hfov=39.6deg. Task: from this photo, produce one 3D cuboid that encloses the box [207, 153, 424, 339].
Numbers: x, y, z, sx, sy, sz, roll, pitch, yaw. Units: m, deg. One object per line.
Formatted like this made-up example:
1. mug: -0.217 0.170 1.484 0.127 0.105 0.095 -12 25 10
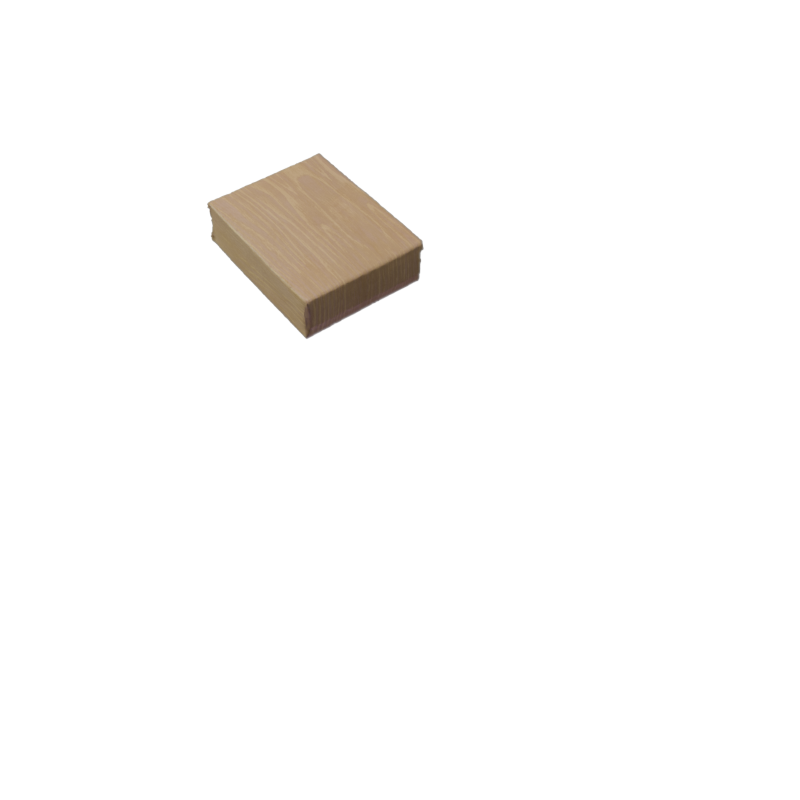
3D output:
1. box: -0.055 -0.100 0.702 0.090 0.036 0.122 -28 51 -26
